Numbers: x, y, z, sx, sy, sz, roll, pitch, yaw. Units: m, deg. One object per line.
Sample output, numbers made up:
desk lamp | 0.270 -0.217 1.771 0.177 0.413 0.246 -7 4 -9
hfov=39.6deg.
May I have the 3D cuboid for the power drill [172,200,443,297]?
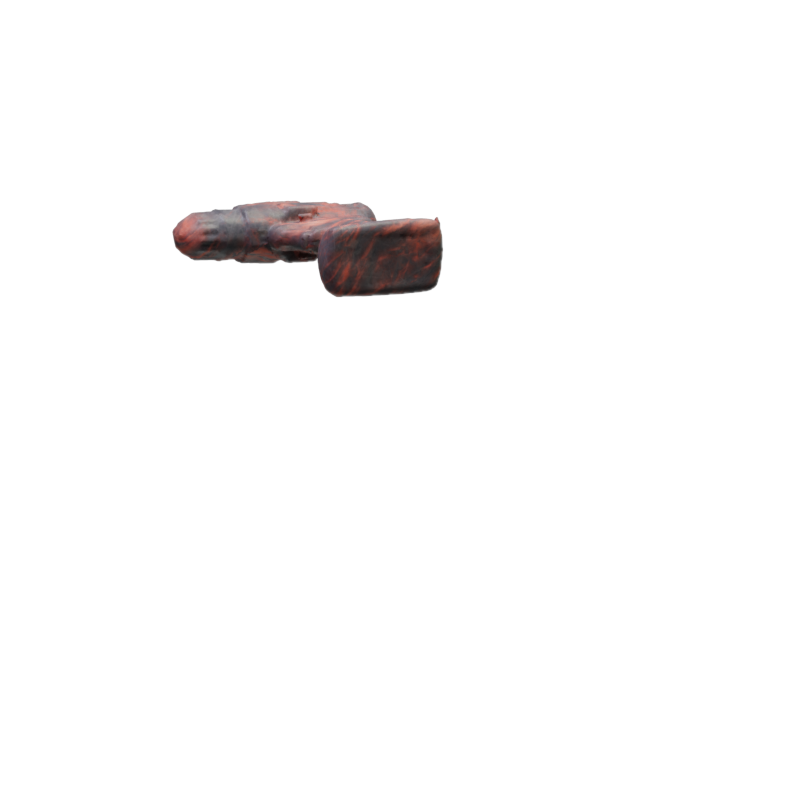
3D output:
power drill | -0.070 -0.127 0.888 0.180 0.055 0.199 -9 20 -28
